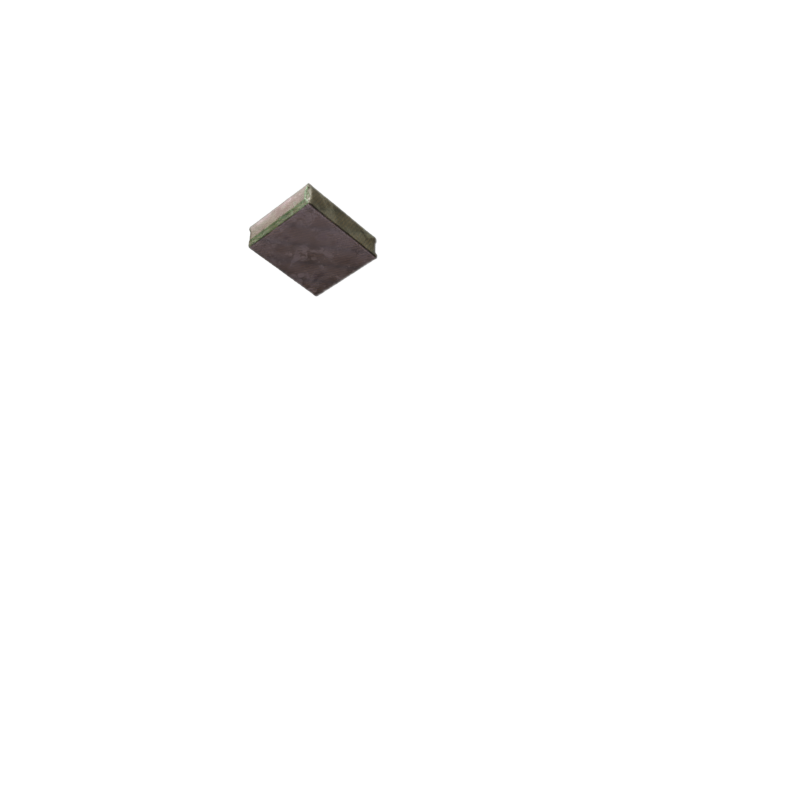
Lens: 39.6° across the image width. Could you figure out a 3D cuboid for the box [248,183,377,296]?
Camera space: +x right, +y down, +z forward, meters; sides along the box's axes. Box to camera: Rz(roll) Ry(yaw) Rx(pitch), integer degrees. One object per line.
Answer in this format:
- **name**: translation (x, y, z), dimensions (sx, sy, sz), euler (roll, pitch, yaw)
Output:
- **box**: translation (-0.075, -0.137, 0.961), dimensions (0.073, 0.032, 0.084), euler (-33, -52, 30)
